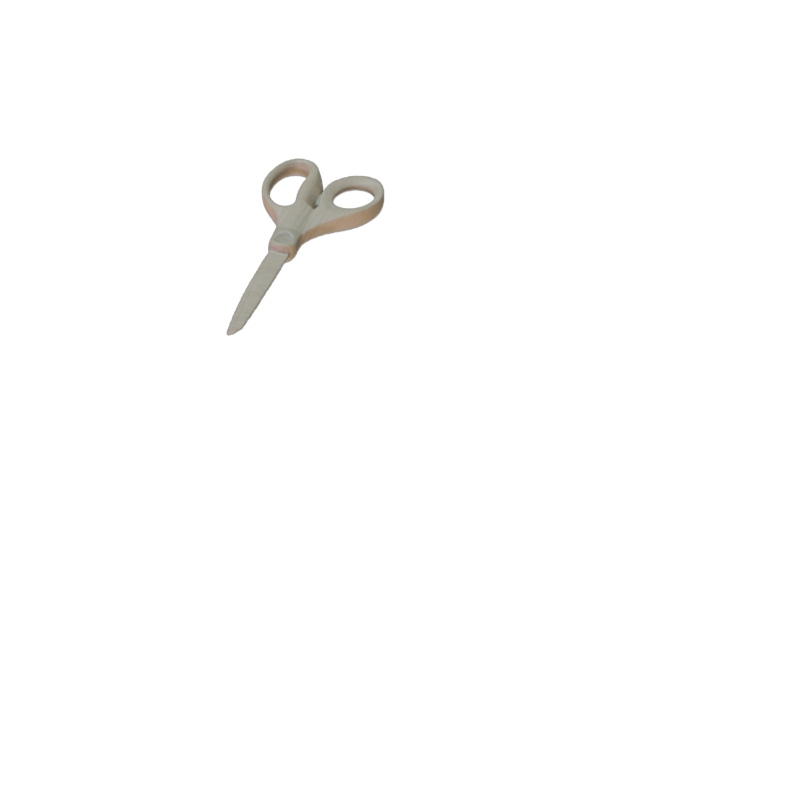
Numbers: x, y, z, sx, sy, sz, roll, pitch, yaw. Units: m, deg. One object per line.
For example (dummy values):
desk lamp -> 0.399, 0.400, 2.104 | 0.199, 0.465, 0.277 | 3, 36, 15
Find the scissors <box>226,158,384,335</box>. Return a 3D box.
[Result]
scissors -> -0.058, -0.105, 0.736 | 0.096, 0.015, 0.216 | -1, 39, -1
